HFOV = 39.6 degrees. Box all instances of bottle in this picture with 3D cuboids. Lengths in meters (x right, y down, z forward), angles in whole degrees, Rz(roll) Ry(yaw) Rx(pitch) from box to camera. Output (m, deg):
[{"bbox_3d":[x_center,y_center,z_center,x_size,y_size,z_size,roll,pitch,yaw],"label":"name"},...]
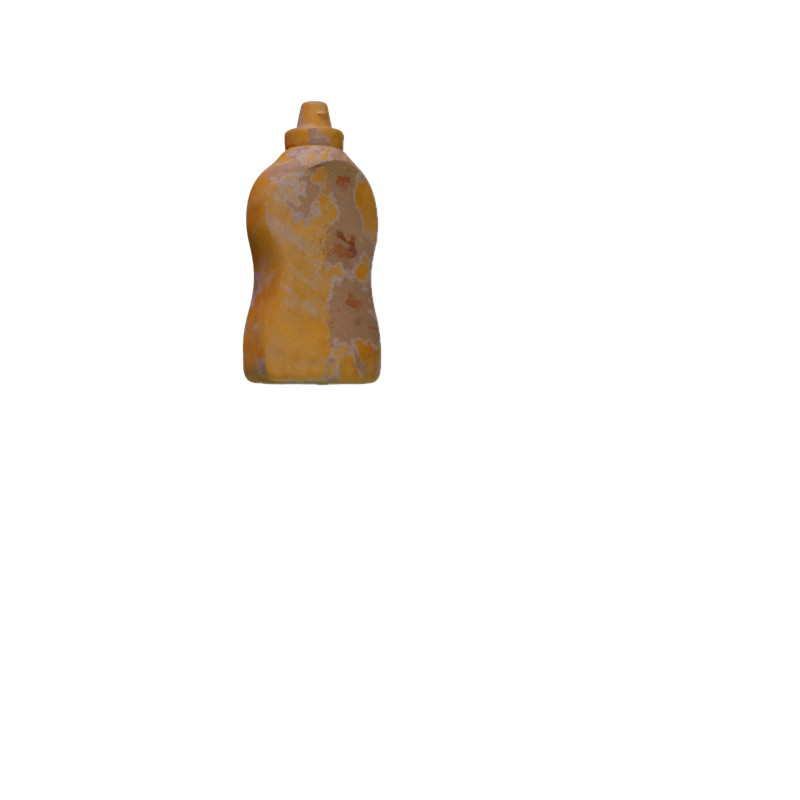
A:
[{"bbox_3d":[-0.058,-0.107,0.750,0.092,0.195,0.060,4,-9,-35],"label":"bottle"}]
